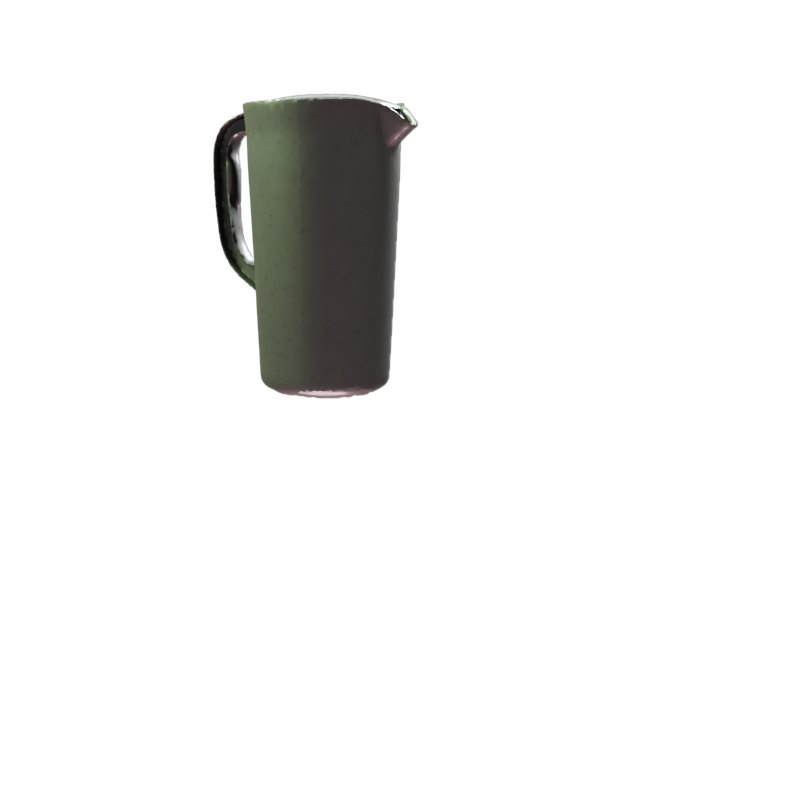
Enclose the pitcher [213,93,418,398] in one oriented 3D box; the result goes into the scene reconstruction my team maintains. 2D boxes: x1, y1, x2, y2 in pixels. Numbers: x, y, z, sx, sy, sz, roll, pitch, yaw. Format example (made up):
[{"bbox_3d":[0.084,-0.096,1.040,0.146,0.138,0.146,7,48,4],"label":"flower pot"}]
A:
[{"bbox_3d":[-0.072,-0.132,0.921,0.142,0.240,0.154,-2,7,-18],"label":"pitcher"}]
